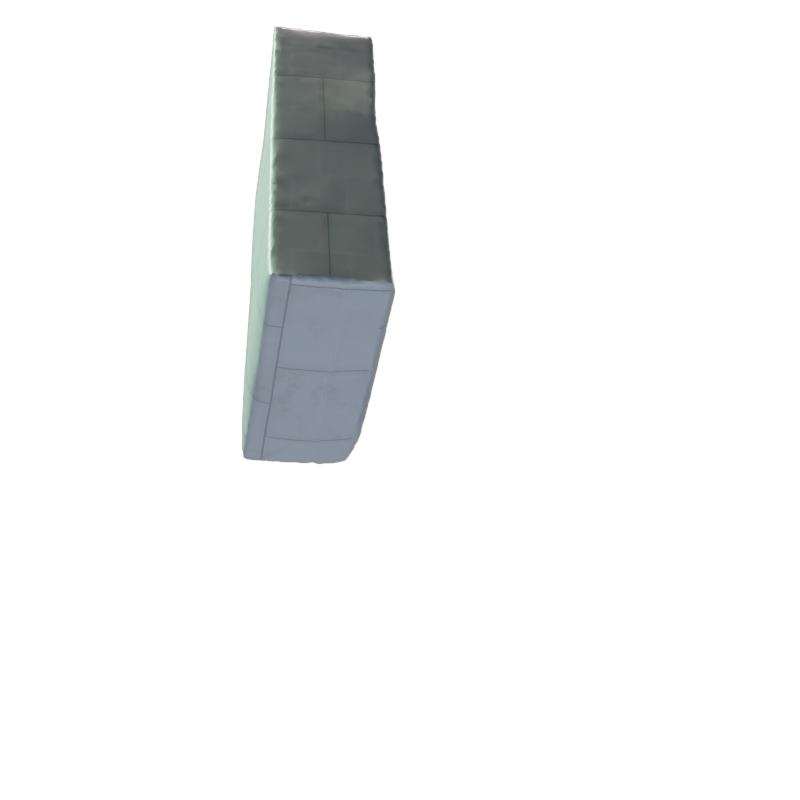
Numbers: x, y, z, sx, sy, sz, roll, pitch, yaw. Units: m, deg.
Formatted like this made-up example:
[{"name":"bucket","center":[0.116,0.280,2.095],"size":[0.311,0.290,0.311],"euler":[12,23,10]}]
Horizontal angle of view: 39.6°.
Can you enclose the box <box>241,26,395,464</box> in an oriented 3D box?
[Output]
[{"name":"box","center":[-0.052,-0.096,0.669],"size":[0.071,0.230,0.154],"euler":[5,-41,-9]}]
